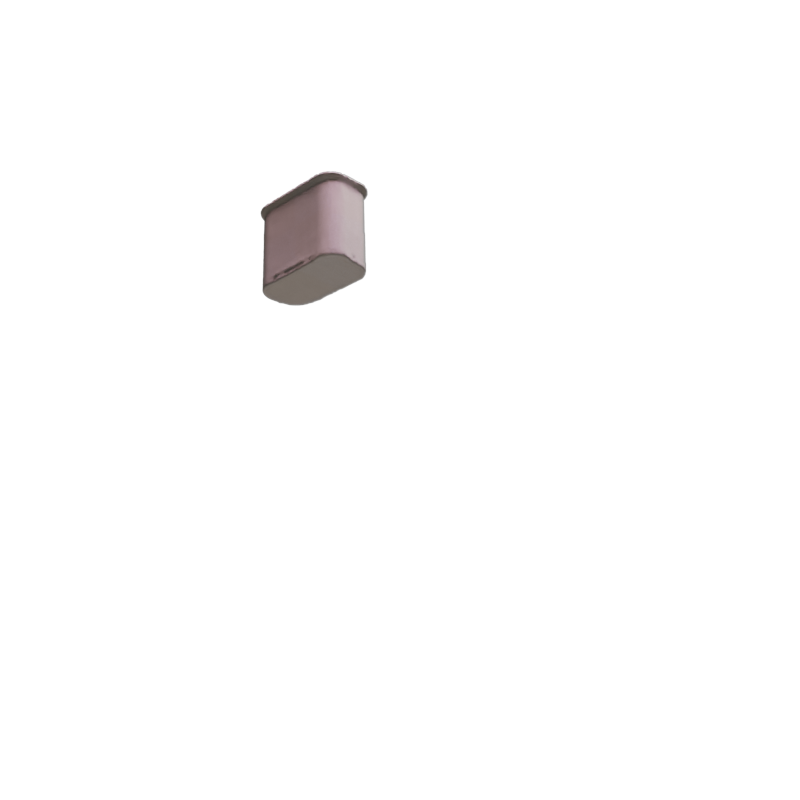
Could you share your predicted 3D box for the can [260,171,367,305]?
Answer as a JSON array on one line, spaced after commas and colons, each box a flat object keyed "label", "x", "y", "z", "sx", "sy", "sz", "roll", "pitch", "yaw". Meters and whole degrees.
[{"label": "can", "x": -0.076, "y": -0.138, "z": 0.969, "sx": 0.102, "sy": 0.089, "sz": 0.054, "roll": -24, "pitch": -36, "yaw": 38}]
